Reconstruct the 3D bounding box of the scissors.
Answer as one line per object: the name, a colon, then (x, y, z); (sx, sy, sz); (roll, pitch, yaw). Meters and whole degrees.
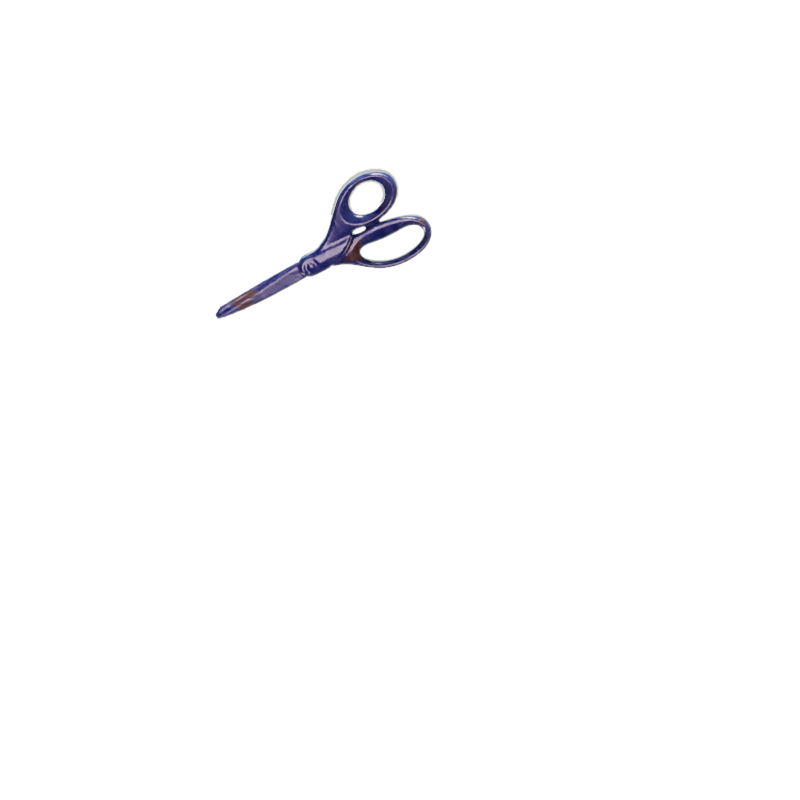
scissors: (-0.075, -0.137, 0.957); (0.202, 0.092, 0.016); (-13, 19, 5)
